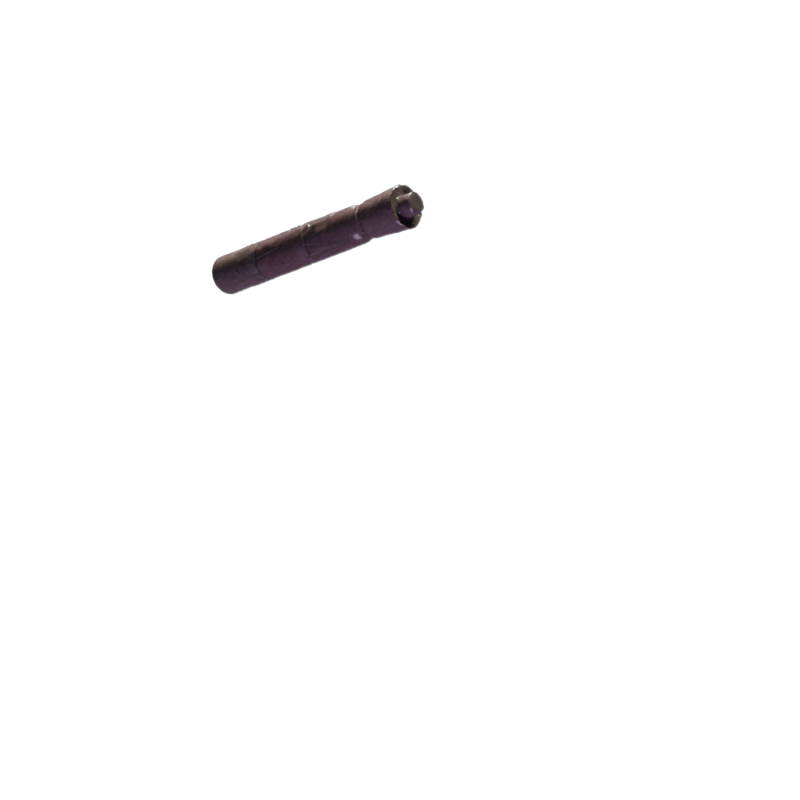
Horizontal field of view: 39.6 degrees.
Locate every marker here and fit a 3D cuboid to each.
[{"bbox_3d":[-0.038,-0.069,0.482,0.123,0.020,0.019,-13,-6,43],"label":"marker"}]
